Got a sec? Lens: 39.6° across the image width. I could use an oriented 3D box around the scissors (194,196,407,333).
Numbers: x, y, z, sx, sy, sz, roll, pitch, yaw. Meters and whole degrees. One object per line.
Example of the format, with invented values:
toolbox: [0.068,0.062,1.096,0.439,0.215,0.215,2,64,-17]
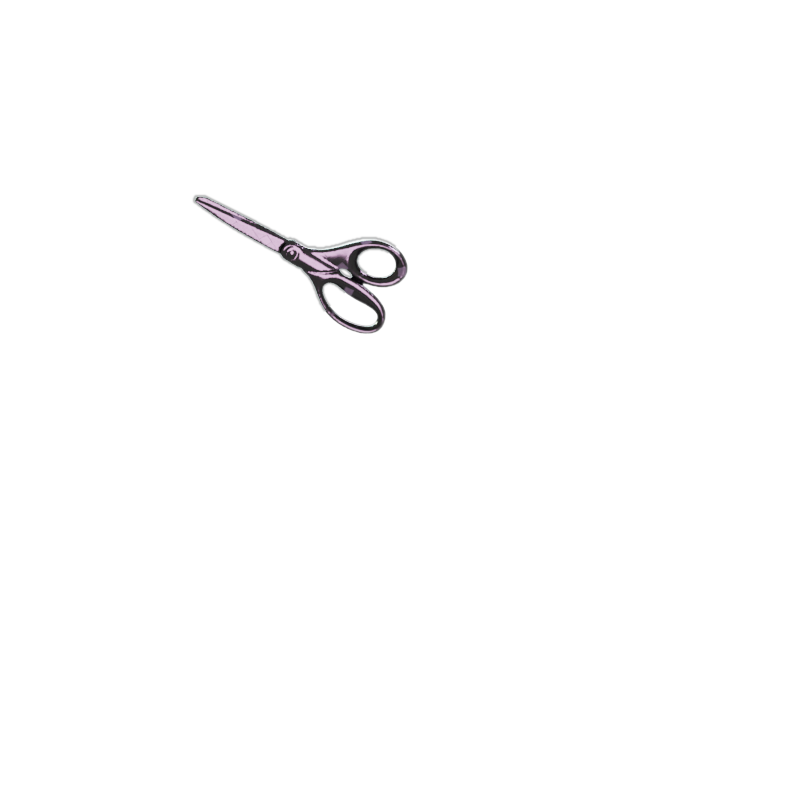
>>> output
scissors: [-0.077,-0.140,0.978,0.095,0.195,0.016,-43,14,13]
